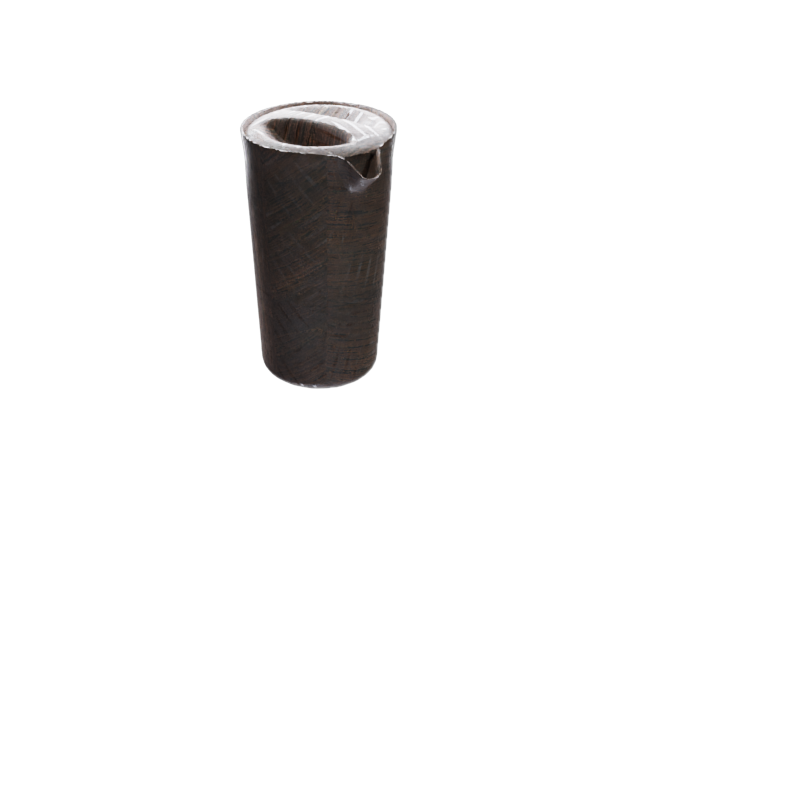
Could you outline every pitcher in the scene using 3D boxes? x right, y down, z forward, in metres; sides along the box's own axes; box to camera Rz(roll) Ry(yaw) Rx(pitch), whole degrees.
[{"bbox_3d":[-0.078,-0.143,0.998,0.147,0.229,0.156,6,29,8],"label":"pitcher"}]
